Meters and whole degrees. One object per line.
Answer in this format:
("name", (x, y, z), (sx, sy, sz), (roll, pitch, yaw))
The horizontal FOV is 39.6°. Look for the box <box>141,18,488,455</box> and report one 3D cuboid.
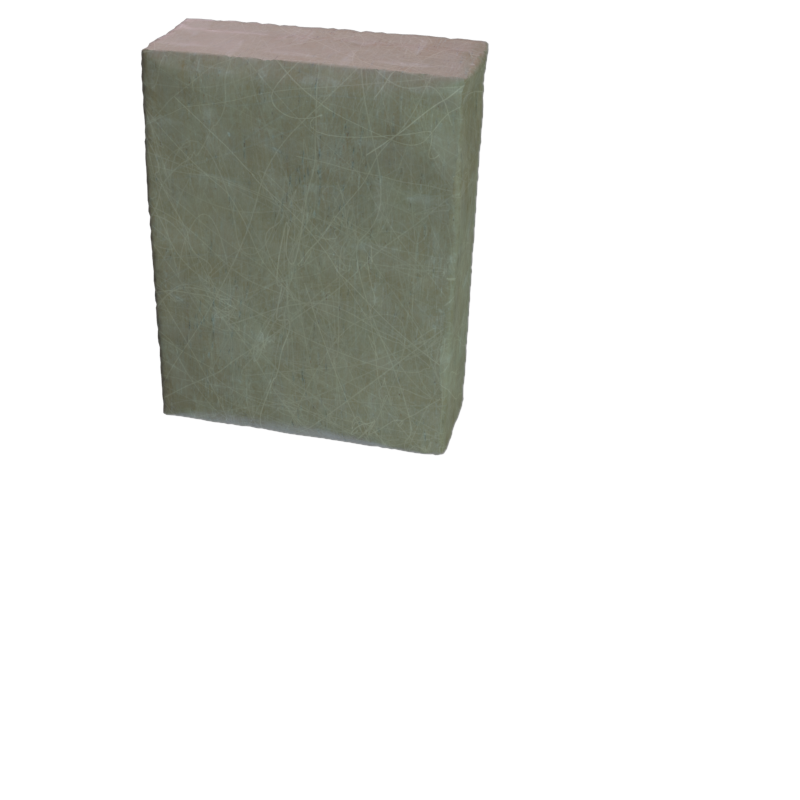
("box", (-0.046, -0.084, 0.585), (0.168, 0.202, 0.074), (9, 29, 13))
